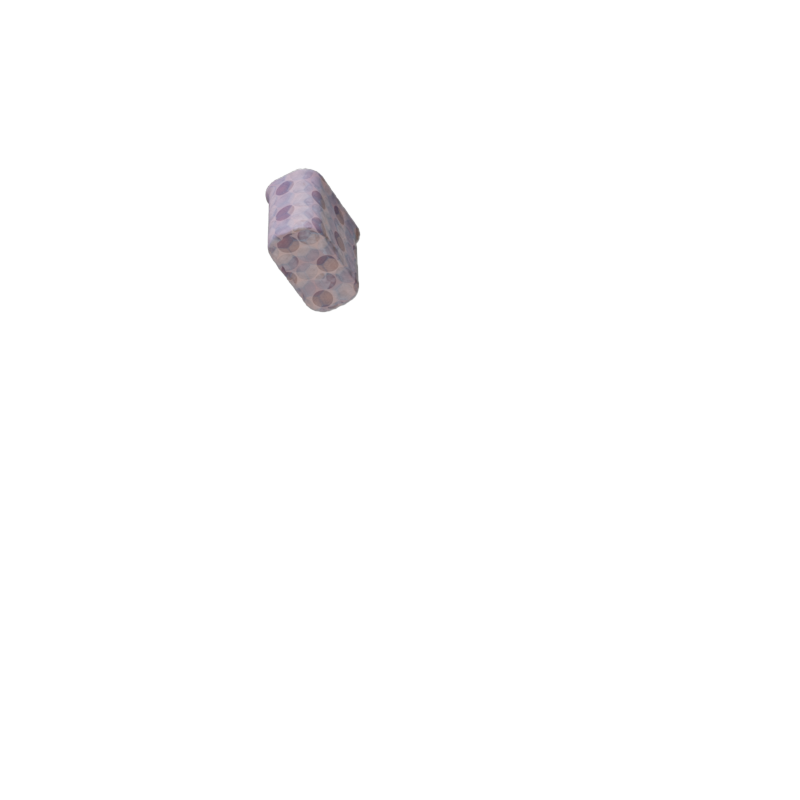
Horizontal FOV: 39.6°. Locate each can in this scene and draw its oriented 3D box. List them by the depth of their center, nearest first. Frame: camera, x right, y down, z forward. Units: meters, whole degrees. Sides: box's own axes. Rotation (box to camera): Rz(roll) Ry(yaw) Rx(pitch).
[{"bbox_3d":[-0.077,-0.141,0.987,0.058,0.090,0.095,-24,-52,17],"label":"can"}]
